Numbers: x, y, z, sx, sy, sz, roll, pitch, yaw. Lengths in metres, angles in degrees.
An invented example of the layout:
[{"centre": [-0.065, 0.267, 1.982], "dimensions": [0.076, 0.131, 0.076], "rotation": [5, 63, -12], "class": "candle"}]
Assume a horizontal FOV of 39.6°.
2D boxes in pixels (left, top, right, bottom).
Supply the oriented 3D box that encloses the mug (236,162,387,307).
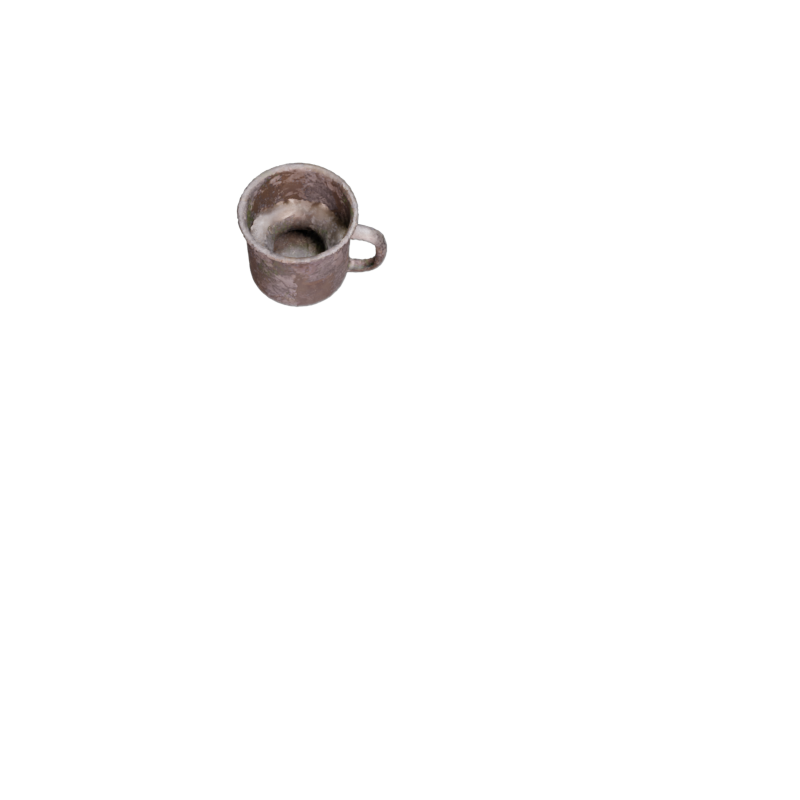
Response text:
[{"centre": [-0.069, -0.125, 0.877], "dimensions": [0.118, 0.099, 0.077], "rotation": [7, -29, 3], "class": "mug"}]
